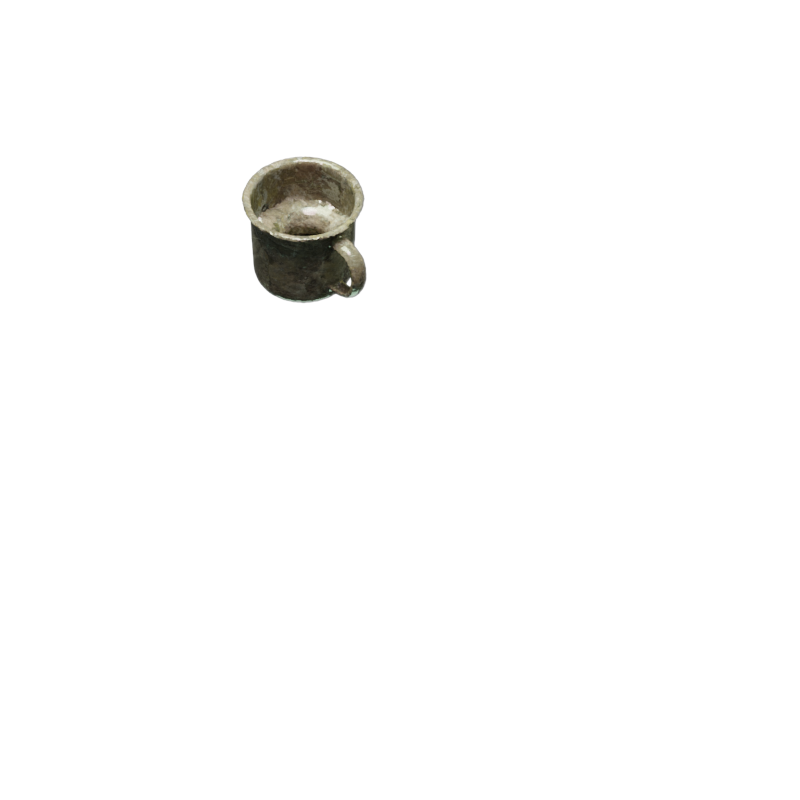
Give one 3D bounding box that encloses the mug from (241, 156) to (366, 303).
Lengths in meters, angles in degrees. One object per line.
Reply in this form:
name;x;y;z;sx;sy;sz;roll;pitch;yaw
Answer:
mug;-0.068;-0.124;0.868;0.094;0.076;0.125;-34;58;-27
